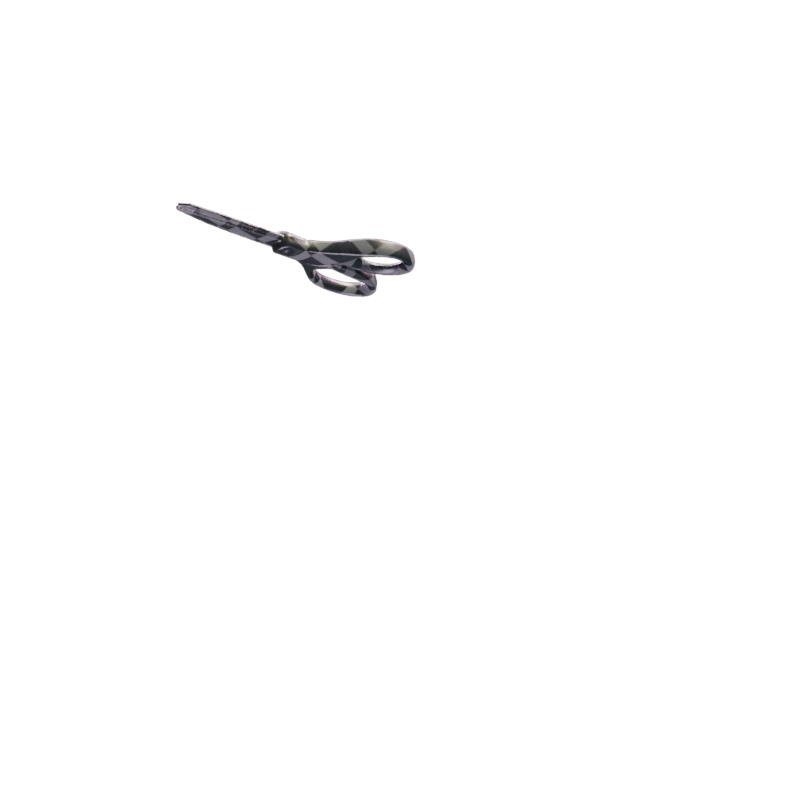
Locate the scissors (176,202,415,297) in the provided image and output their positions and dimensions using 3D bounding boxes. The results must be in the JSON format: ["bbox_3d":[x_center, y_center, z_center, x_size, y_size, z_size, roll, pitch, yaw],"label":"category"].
[{"bbox_3d":[-0.064,-0.116,0.815,0.098,0.016,0.188,-11,-20,30],"label":"scissors"}]
